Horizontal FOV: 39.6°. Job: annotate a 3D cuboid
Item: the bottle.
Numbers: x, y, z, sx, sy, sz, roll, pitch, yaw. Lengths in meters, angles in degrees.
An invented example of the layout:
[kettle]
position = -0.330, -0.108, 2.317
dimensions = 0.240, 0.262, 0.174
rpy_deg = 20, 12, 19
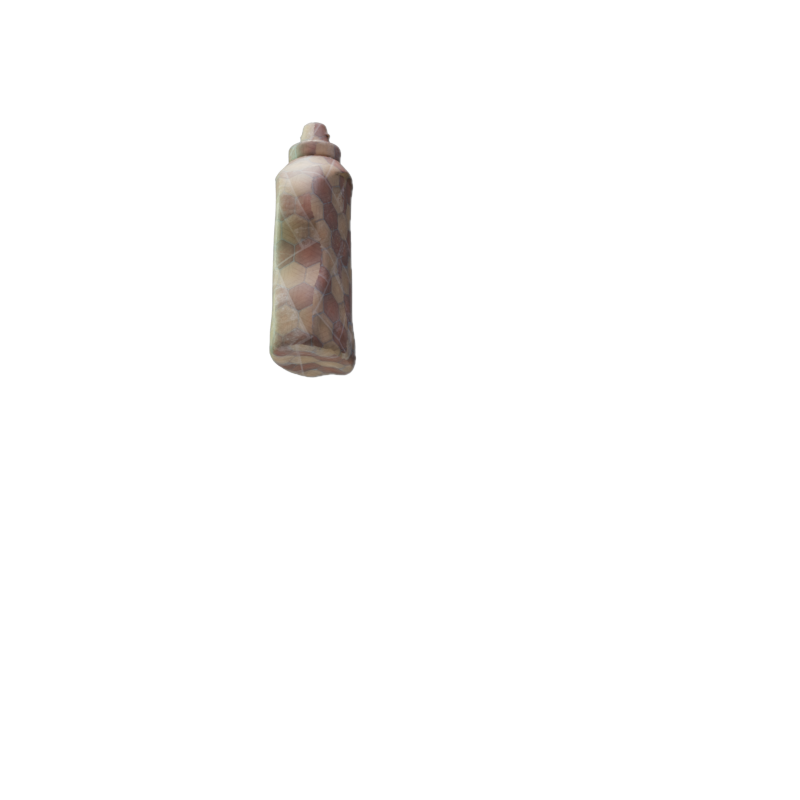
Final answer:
[bottle]
position = -0.065, -0.119, 0.836
dimensions = 0.059, 0.200, 0.090
rpy_deg = -7, -19, 15
